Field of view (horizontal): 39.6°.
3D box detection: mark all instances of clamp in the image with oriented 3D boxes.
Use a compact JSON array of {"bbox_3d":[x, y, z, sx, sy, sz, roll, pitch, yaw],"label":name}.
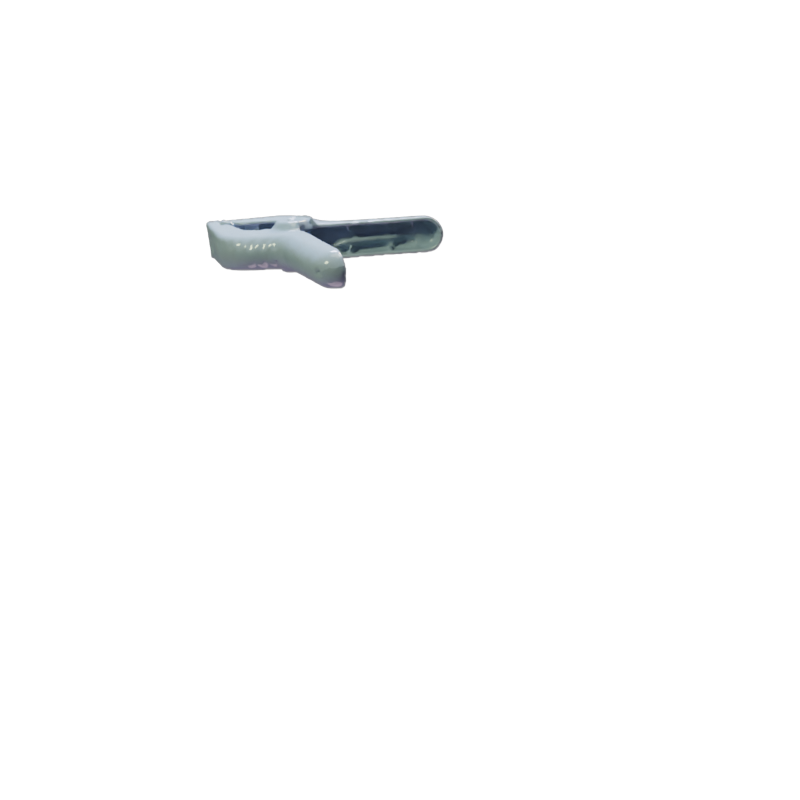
[{"bbox_3d":[-0.060,-0.109,0.761,0.117,0.038,0.181,-15,23,-41],"label":"clamp"}]
